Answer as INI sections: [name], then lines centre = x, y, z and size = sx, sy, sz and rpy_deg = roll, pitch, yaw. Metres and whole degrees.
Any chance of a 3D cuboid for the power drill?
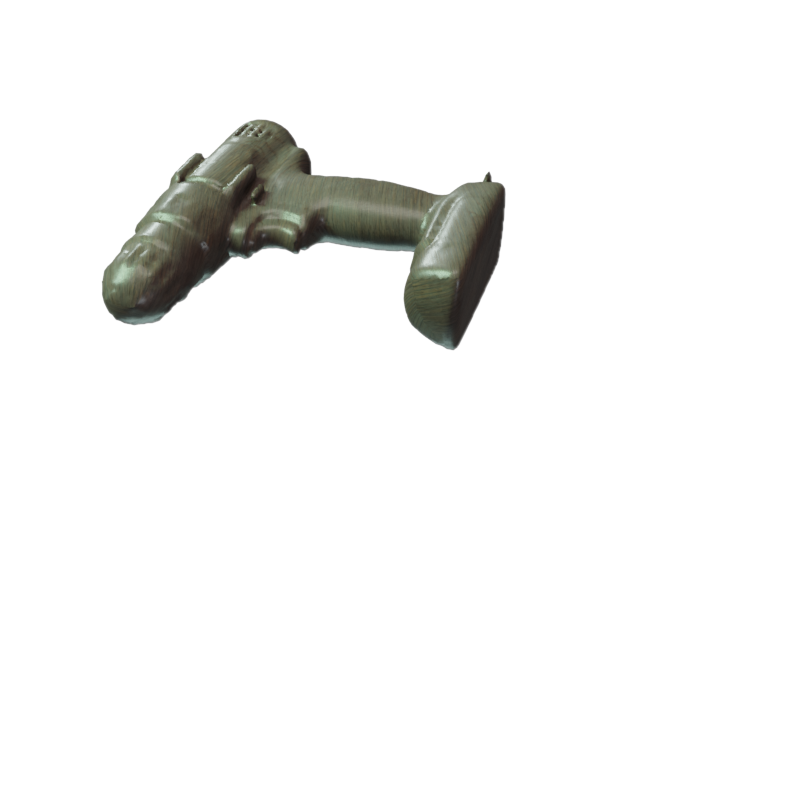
[power drill]
centre = -0.048, -0.087, 0.608
size = 0.194, 0.053, 0.192
rpy_deg = 15, 43, 16
